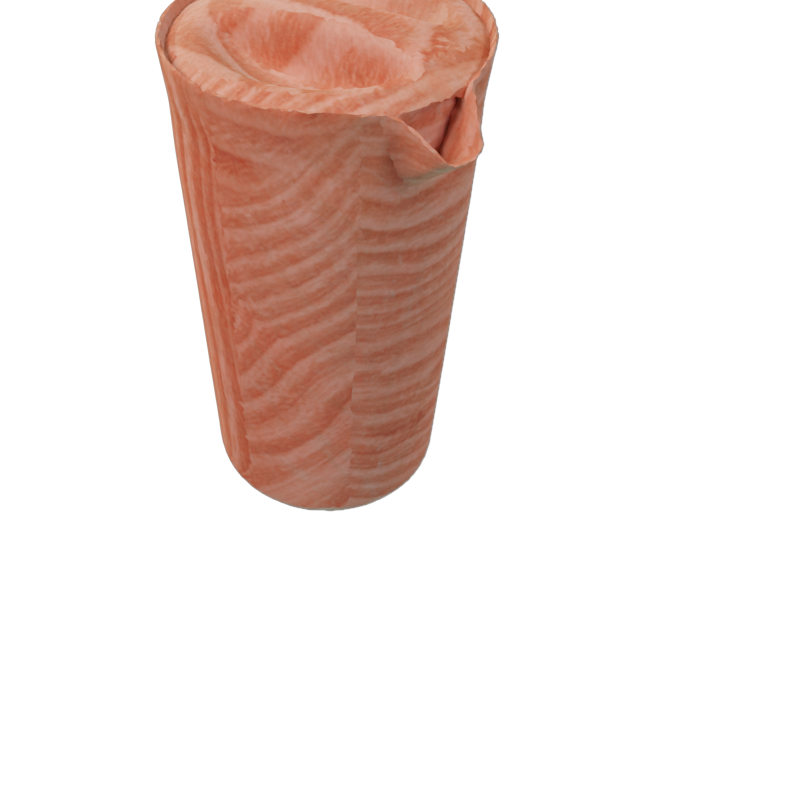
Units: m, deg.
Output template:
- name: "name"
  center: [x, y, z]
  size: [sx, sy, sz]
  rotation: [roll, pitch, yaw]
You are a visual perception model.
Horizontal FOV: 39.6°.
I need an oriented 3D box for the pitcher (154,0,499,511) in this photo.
- name: "pitcher"
  center: [-0.040, -0.072, 0.507]
  size: [0.146, 0.227, 0.159]
  rotation: [5, 42, 3]
